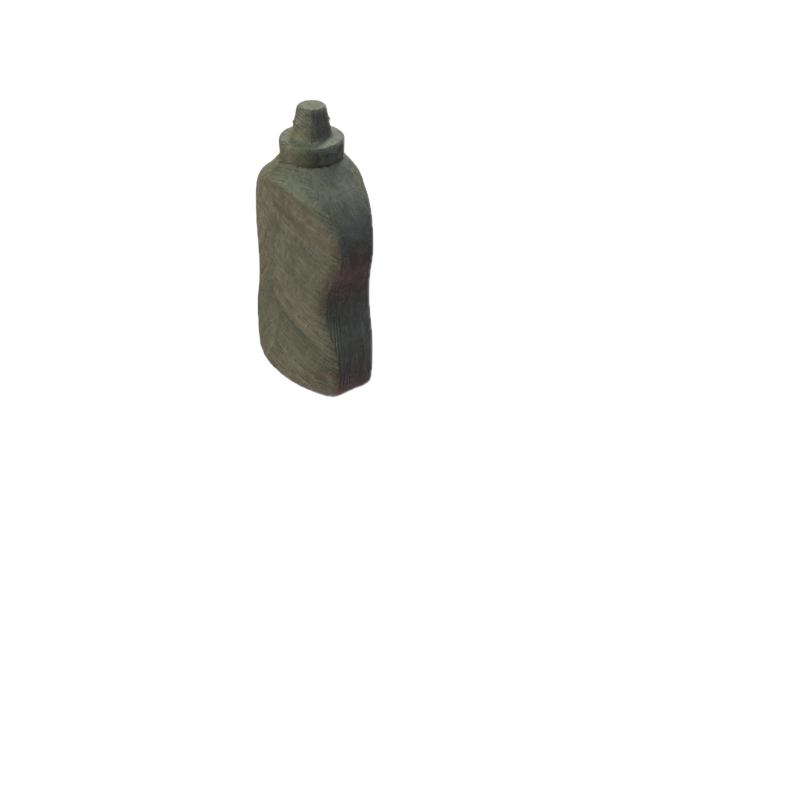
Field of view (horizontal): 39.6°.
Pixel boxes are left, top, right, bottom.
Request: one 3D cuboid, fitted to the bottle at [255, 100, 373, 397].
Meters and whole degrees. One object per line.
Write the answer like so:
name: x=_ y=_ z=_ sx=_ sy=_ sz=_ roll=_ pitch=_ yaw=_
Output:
bottle: x=-0.057 y=-0.103 z=0.722 sx=0.058 sy=0.180 sz=0.103 roll=-19 pitch=37 yaw=-31
